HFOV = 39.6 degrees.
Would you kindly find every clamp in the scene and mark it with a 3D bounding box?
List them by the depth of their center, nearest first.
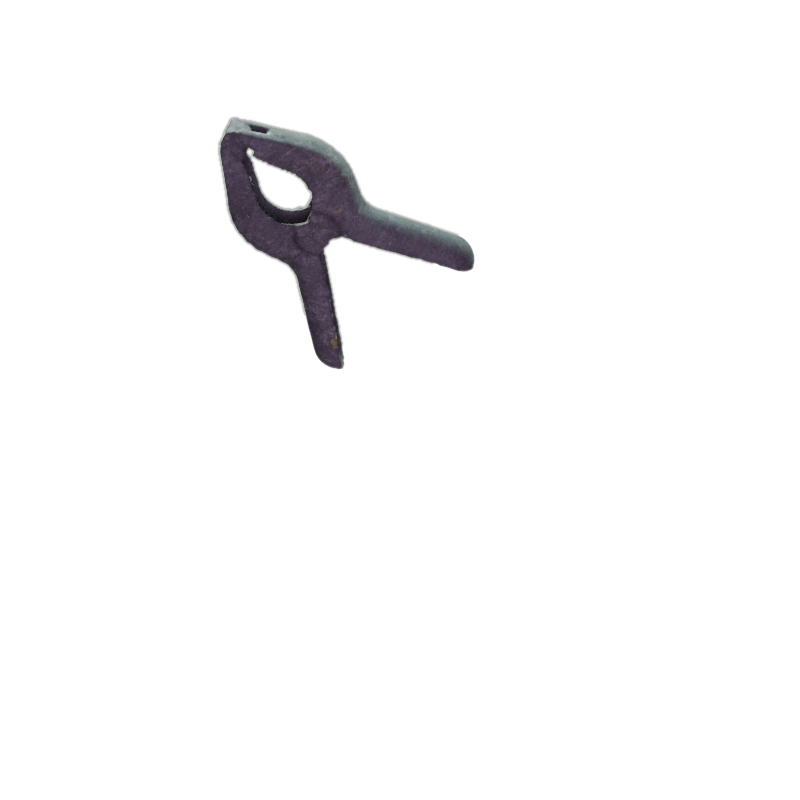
[{"bbox_3d":[-0.053,-0.097,0.681,0.167,0.118,0.041,38,14,-11],"label":"clamp"}]
